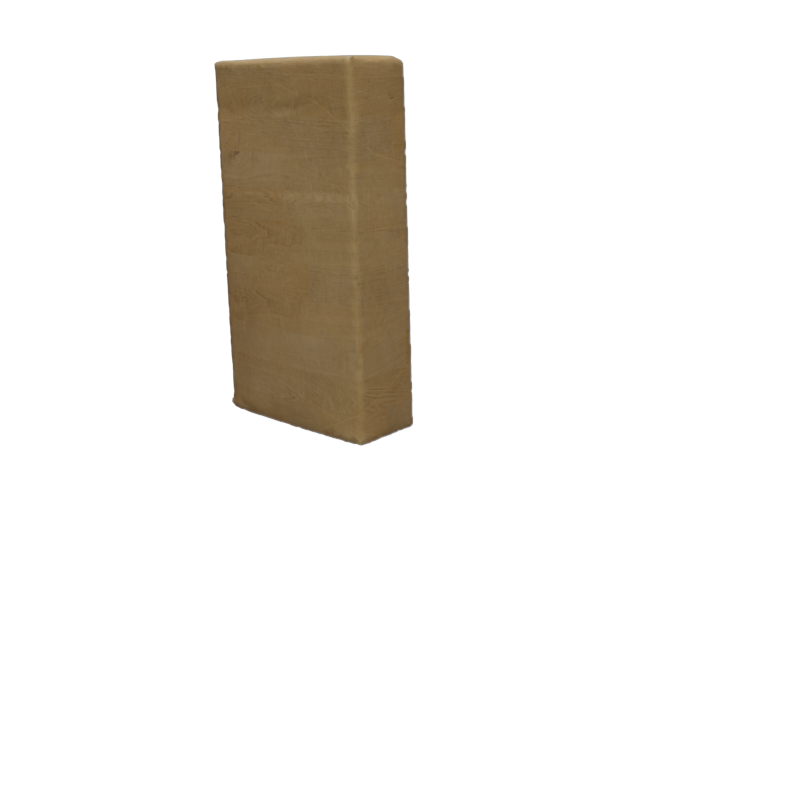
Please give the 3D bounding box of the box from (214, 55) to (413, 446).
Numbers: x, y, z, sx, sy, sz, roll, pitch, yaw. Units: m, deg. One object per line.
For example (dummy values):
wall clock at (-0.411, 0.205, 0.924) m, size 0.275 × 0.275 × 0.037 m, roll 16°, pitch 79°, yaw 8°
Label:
box at (-0.041, -0.076, 0.533) m, size 0.098 × 0.173 × 0.047 m, roll 10°, pitch 12°, yaw 42°
